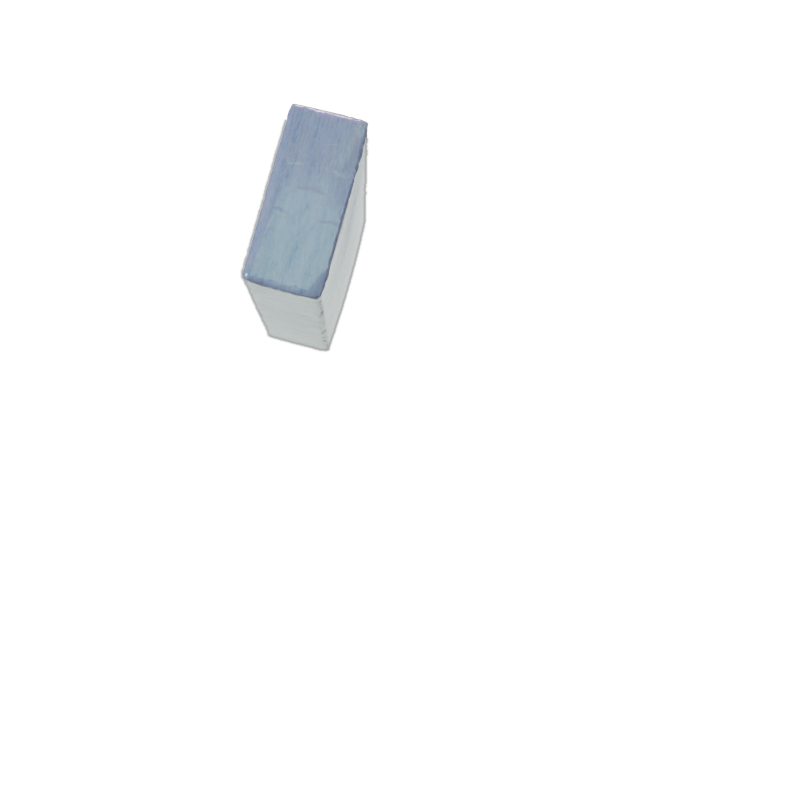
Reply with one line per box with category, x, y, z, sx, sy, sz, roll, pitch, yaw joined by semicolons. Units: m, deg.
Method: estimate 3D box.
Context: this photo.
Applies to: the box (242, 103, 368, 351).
box;-0.047;-0.087;0.609;0.048;0.095;0.173;15;-7;-3
